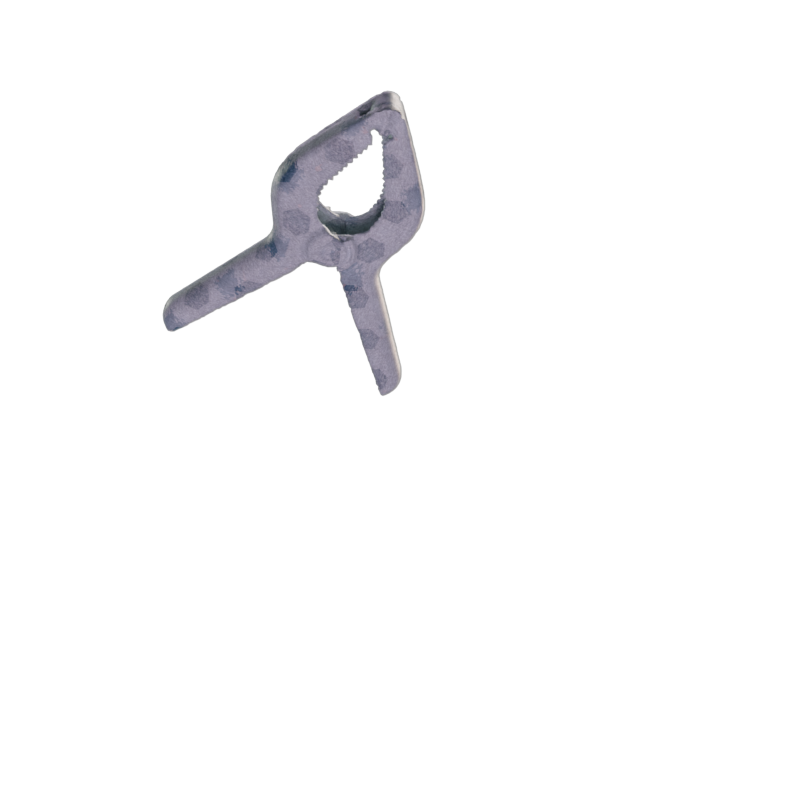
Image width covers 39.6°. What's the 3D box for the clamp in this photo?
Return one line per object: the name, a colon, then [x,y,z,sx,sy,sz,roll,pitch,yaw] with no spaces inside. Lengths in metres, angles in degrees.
clamp: [-0.054,-0.099,0.690,0.162,0.199,0.039,12,34,-9]
